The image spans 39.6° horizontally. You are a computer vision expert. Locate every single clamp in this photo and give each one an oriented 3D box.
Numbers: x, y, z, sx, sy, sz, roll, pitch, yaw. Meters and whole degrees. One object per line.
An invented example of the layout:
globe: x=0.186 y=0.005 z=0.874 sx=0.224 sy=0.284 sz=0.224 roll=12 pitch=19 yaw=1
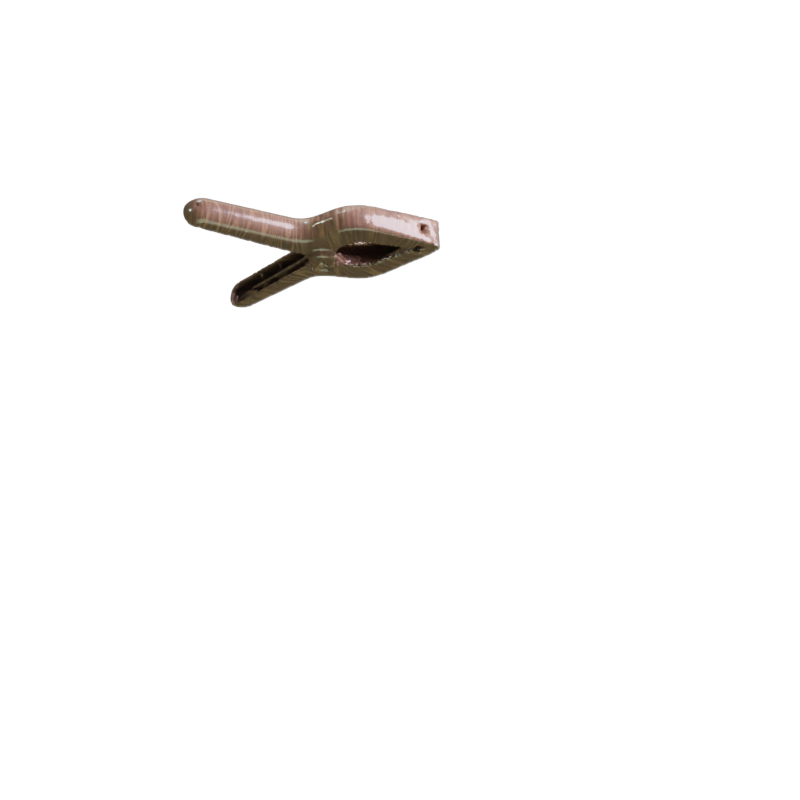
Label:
clamp: x=-0.074 y=-0.135 z=0.947 sx=0.213 sy=0.038 sz=0.153 roll=-7 pitch=-25 yaw=15
